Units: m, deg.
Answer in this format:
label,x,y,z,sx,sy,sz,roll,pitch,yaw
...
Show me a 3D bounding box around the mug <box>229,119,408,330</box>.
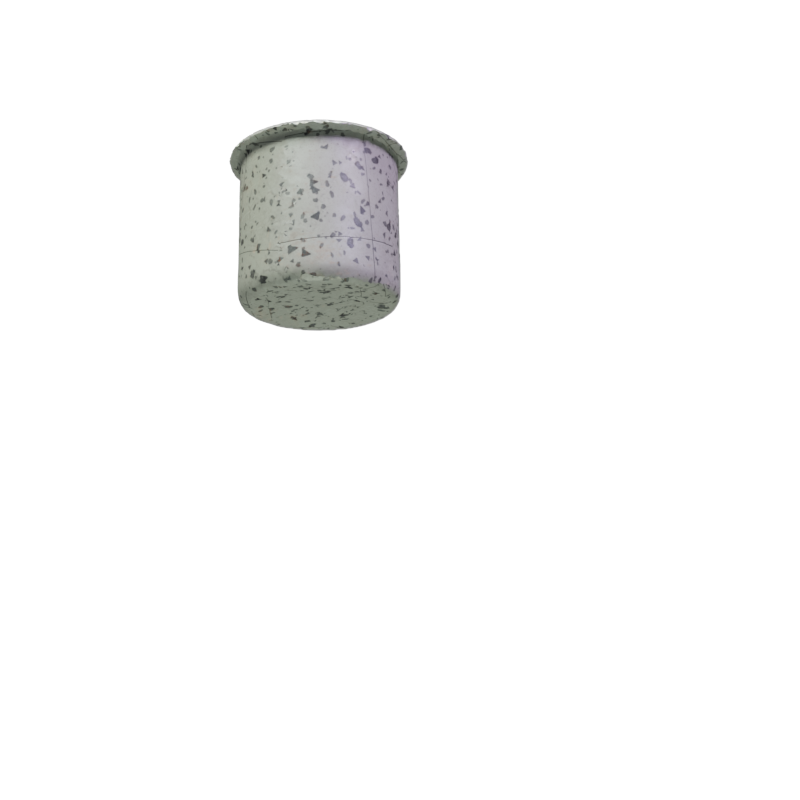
label,x,y,z,sx,sy,sz,roll,pitch,yaw
mug,-0.045,-0.082,0.576,0.091,0.085,0.114,5,-19,-16
